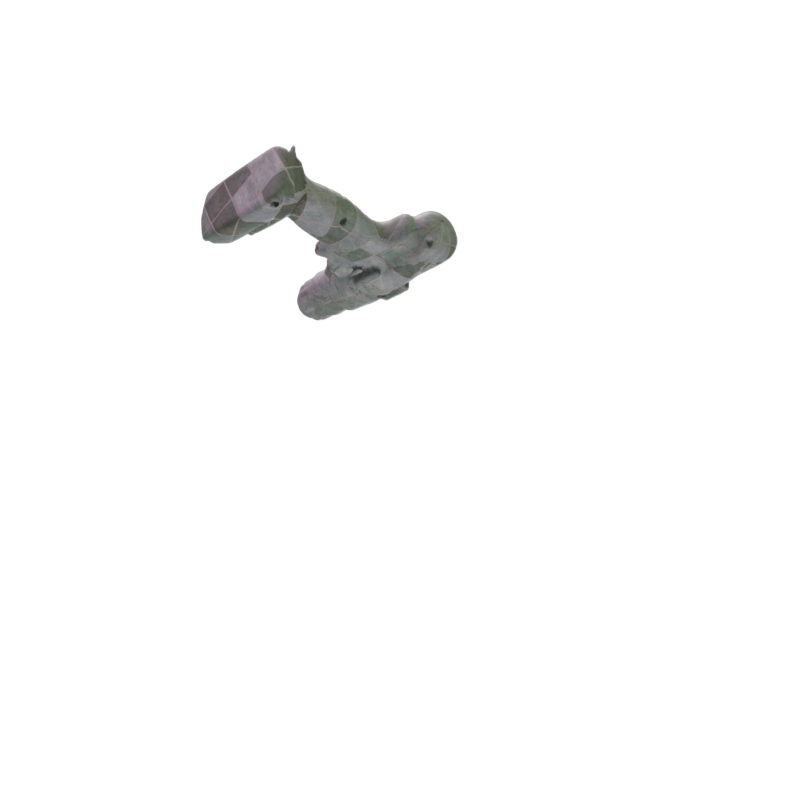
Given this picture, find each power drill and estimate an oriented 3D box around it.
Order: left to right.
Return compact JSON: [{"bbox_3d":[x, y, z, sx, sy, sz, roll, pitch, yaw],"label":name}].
[{"bbox_3d":[-0.074,-0.135,0.948,0.176,0.061,0.184,22,-34,-37],"label":"power drill"}]
